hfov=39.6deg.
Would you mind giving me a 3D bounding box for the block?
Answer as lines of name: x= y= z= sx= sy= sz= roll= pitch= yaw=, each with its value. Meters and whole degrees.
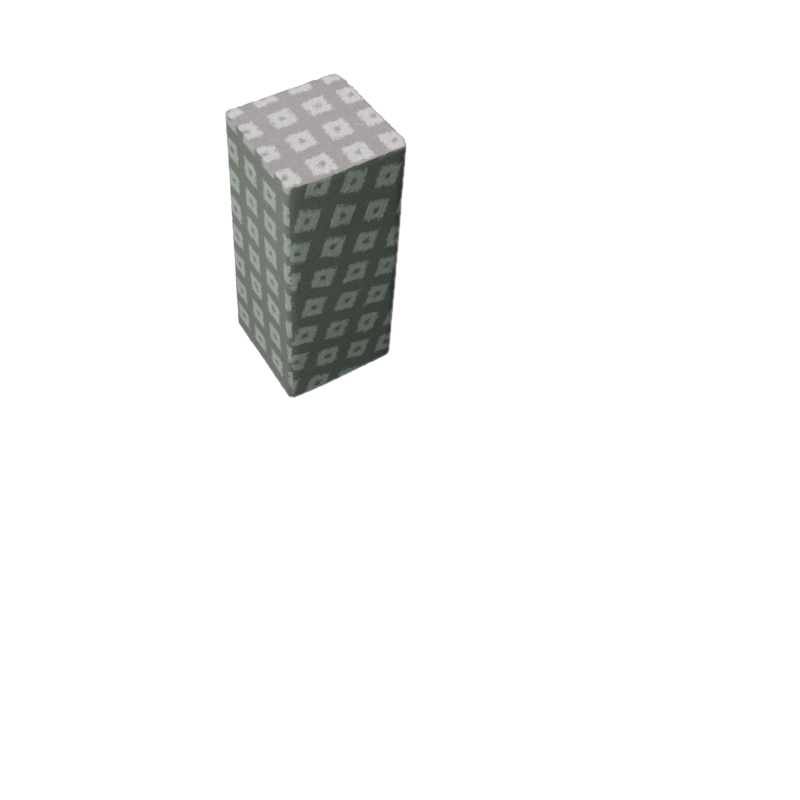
block: x=-0.061 y=-0.112 z=0.783 sx=0.090 sy=0.192 sz=0.098 roll=-23 pitch=54 yaw=-22
